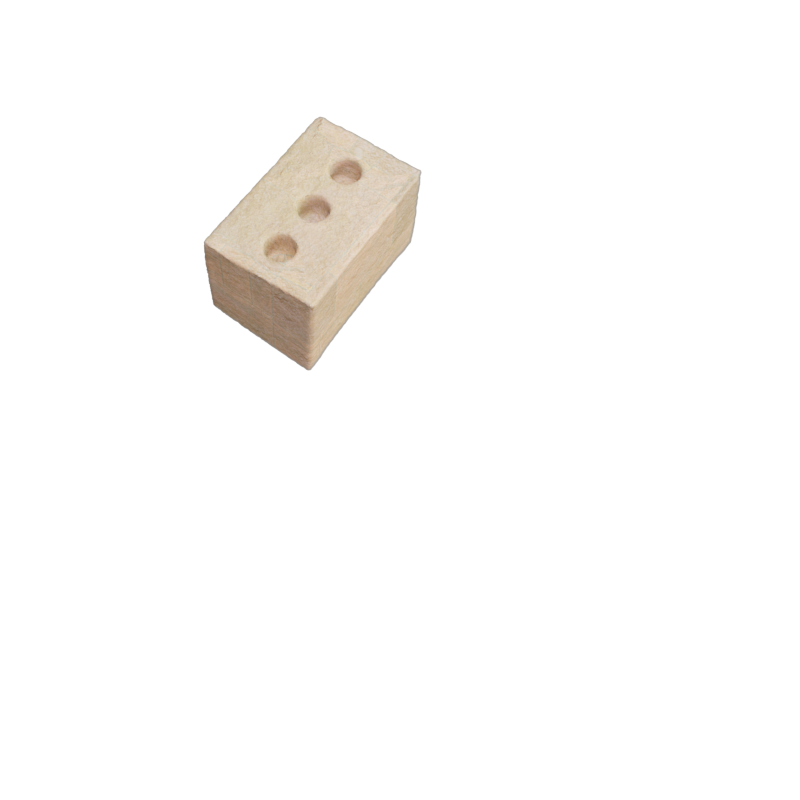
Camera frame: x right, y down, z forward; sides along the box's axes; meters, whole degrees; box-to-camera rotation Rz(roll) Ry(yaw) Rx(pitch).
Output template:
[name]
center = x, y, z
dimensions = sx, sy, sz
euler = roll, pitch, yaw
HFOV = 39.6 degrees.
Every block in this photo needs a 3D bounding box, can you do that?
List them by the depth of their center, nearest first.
[block]
center = -0.035, -0.064, 0.449
dimensions = 0.055, 0.080, 0.048
euler = 30, -25, 14
